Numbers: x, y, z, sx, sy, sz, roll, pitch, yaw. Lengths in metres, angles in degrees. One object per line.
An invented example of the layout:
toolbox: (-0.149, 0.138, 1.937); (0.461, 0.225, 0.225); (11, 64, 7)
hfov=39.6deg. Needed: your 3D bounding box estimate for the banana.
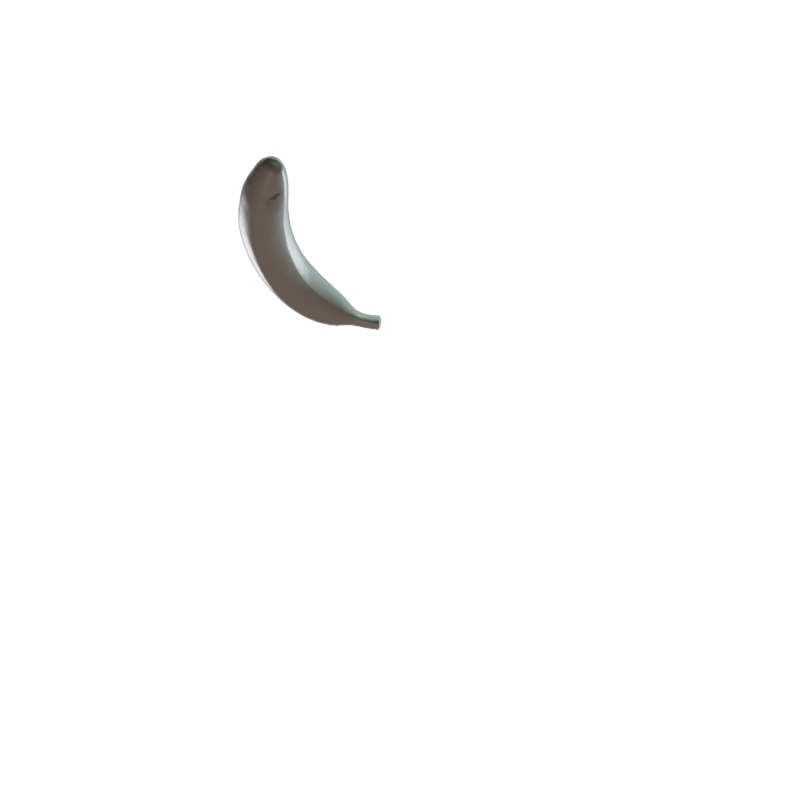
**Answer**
banana: (-0.080, -0.111, 0.829); (0.070, 0.039, 0.182); (-14, -38, 18)
